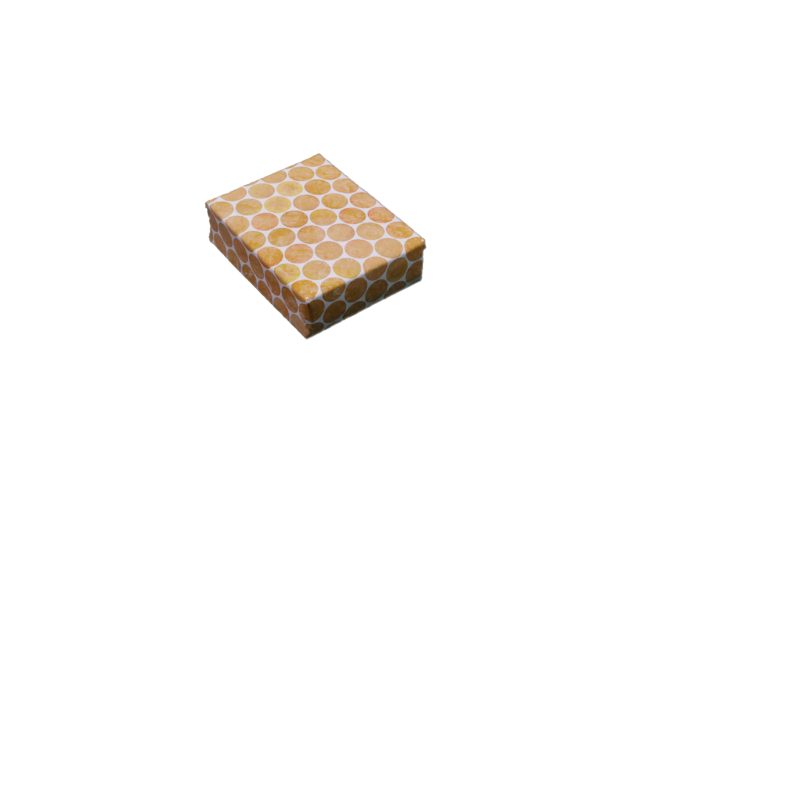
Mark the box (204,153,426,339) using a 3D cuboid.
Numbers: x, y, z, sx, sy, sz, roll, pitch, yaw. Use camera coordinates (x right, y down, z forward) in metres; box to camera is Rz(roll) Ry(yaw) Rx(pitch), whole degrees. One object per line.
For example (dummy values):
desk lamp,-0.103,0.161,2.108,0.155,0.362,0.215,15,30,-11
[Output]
box,-0.054,-0.098,0.687,0.089,0.036,0.122,-27,50,-27
